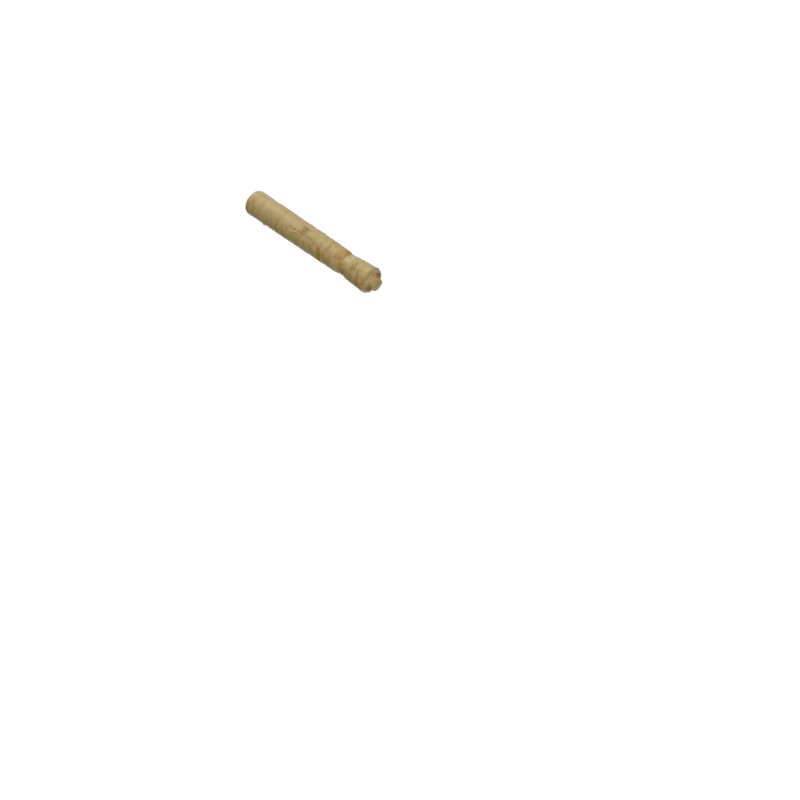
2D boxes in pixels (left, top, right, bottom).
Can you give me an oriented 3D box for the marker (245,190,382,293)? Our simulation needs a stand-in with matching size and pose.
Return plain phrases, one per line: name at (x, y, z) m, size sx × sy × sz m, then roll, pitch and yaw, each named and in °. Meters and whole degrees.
marker at (-0.059, -0.107, 0.753) m, size 0.129 × 0.019 × 0.019 m, roll 37°, pitch 24°, yaw 31°
